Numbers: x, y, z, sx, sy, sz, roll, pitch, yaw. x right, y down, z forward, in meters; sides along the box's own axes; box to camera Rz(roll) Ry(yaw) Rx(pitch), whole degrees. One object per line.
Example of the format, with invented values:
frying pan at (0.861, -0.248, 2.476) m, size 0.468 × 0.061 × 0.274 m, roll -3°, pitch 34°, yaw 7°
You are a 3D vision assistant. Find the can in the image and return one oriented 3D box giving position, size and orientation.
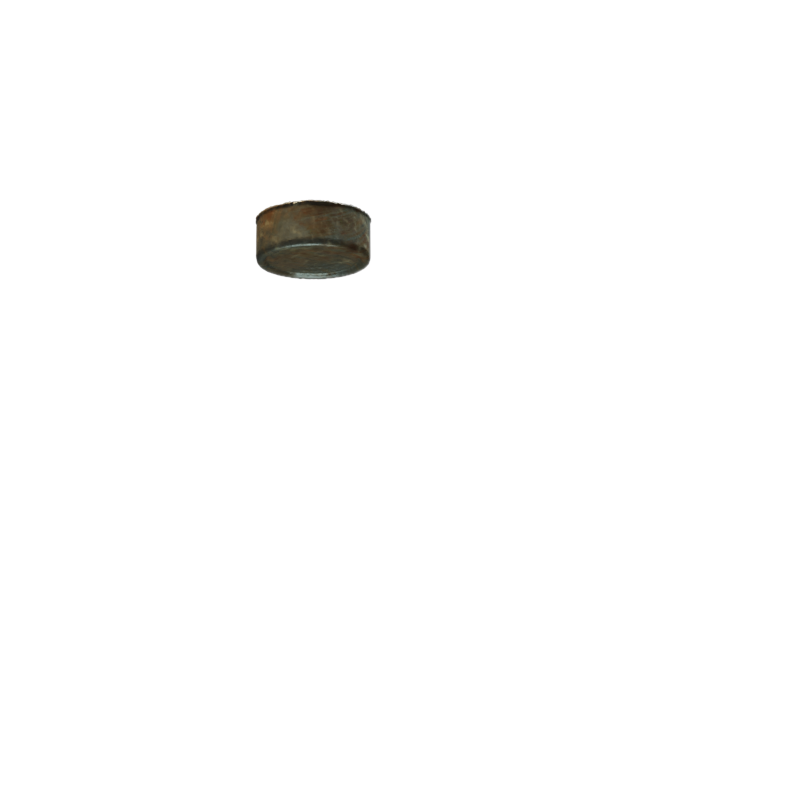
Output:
can at (-0.064, -0.117, 0.817) m, size 0.086 × 0.035 × 0.083 m, roll 0°, pitch -13°, yaw -2°
